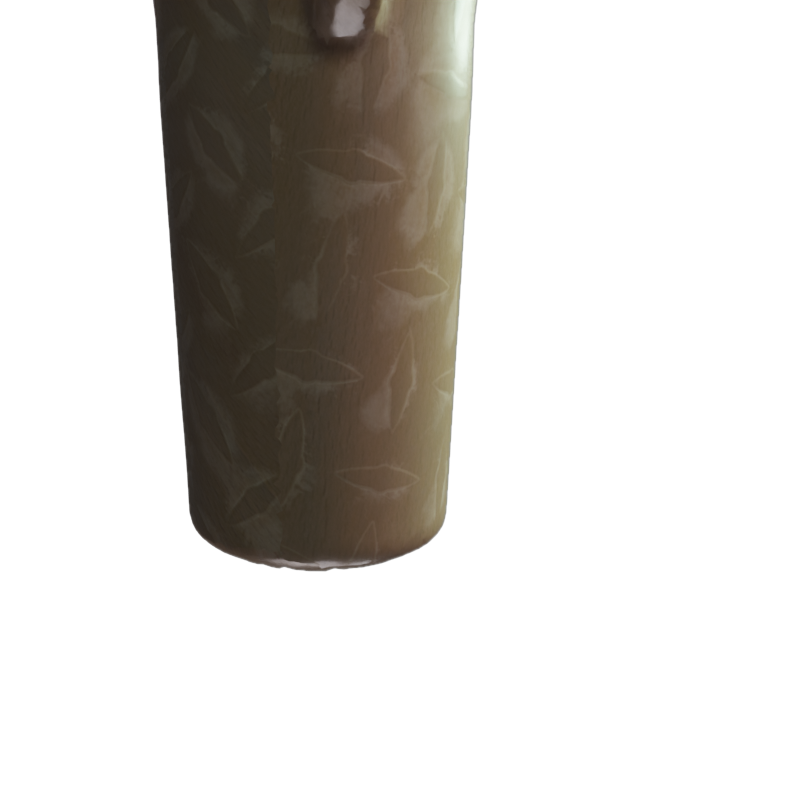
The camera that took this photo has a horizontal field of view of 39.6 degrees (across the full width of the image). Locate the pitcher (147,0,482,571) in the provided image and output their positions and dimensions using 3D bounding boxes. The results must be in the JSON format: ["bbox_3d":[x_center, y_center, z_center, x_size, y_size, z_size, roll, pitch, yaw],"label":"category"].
[{"bbox_3d":[-0.037,-0.067,0.467,0.151,0.239,0.146,5,9,30],"label":"pitcher"}]
